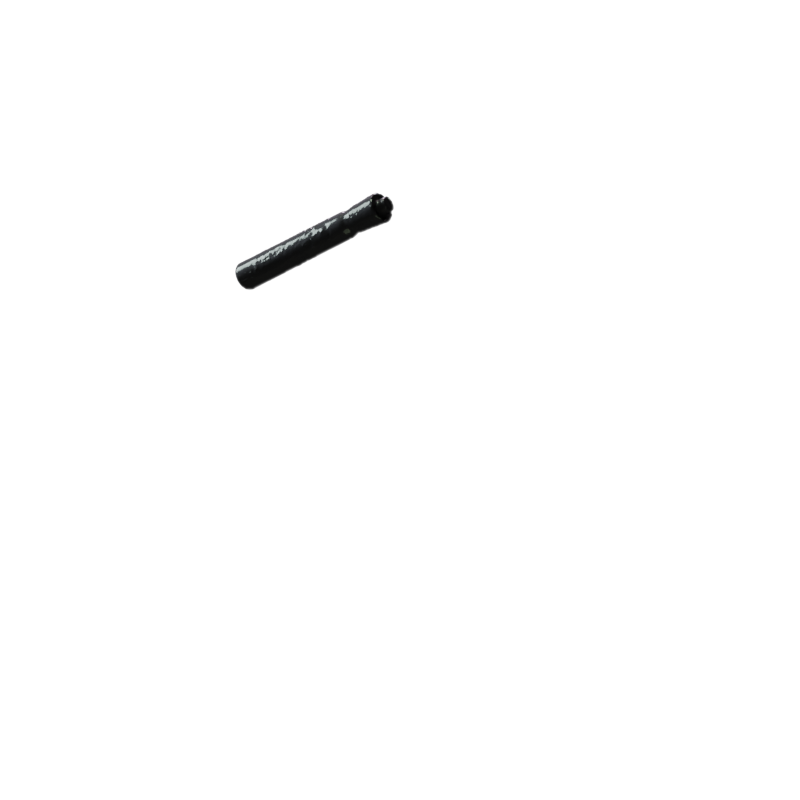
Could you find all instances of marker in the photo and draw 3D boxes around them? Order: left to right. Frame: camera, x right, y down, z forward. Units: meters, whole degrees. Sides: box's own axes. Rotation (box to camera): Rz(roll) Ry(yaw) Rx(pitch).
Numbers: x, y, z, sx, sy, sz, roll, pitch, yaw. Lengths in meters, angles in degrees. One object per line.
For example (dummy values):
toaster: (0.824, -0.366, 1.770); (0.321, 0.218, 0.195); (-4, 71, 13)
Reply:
marker: (-0.053, -0.097, 0.678); (0.122, 0.020, 0.019); (-21, -9, 35)
